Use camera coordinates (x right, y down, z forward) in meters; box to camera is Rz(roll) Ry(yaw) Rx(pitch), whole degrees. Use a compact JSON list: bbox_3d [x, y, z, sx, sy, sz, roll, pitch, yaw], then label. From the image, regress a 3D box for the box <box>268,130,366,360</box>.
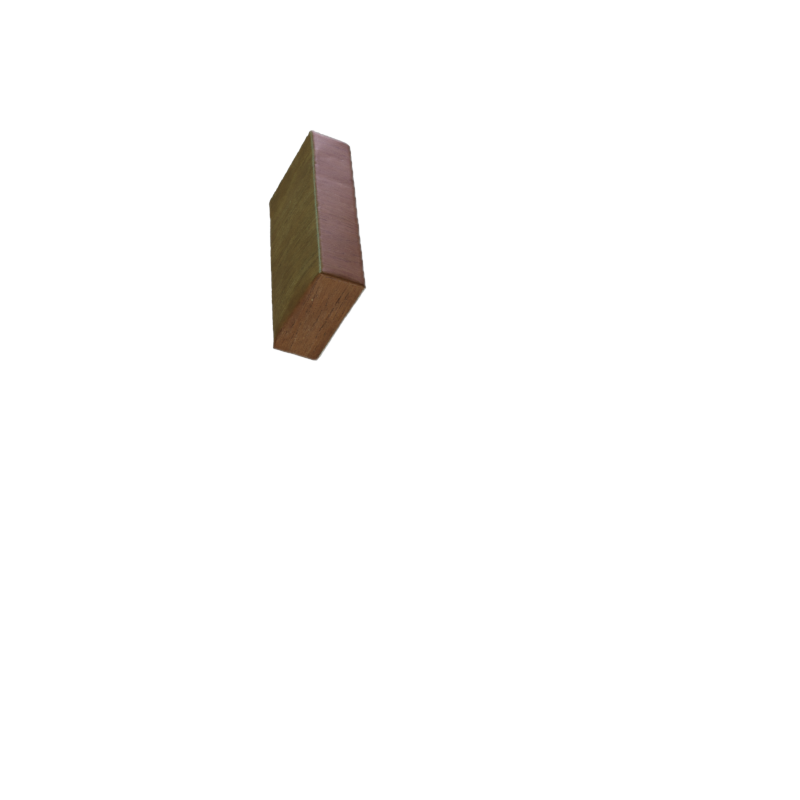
[{"bbox_3d":[-0.070,-0.129,0.904,0.046,0.189,0.090,18,-48,-22],"label":"box"}]
